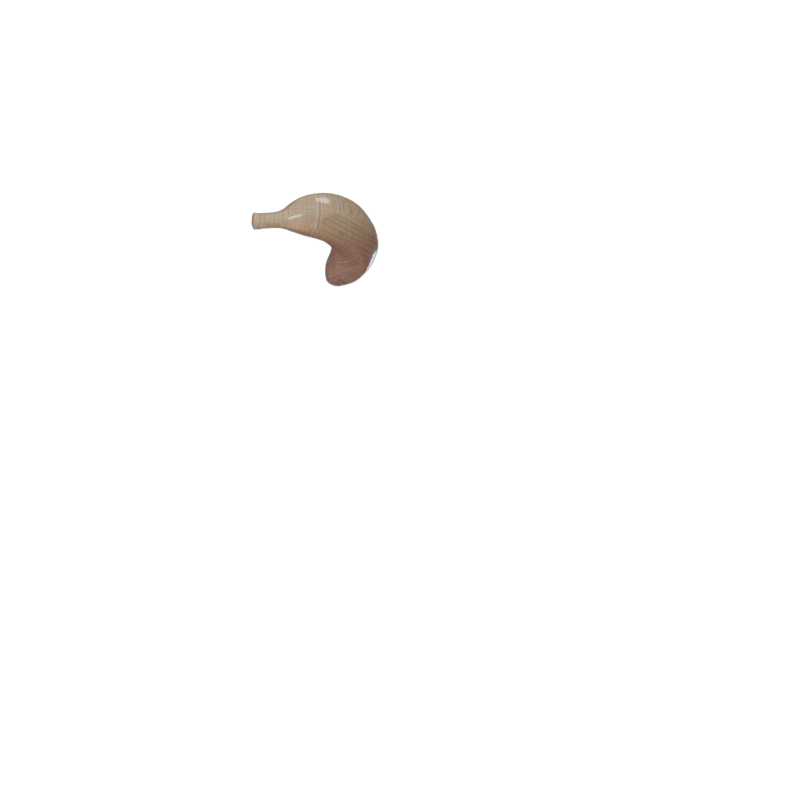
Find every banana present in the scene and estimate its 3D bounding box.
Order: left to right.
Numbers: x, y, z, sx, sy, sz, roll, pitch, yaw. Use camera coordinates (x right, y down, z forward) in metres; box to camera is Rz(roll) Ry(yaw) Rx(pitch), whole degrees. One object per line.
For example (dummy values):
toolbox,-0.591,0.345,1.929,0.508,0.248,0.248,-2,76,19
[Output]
banana,-0.052,-0.127,0.869,0.071,0.038,0.188,-3,-10,15
